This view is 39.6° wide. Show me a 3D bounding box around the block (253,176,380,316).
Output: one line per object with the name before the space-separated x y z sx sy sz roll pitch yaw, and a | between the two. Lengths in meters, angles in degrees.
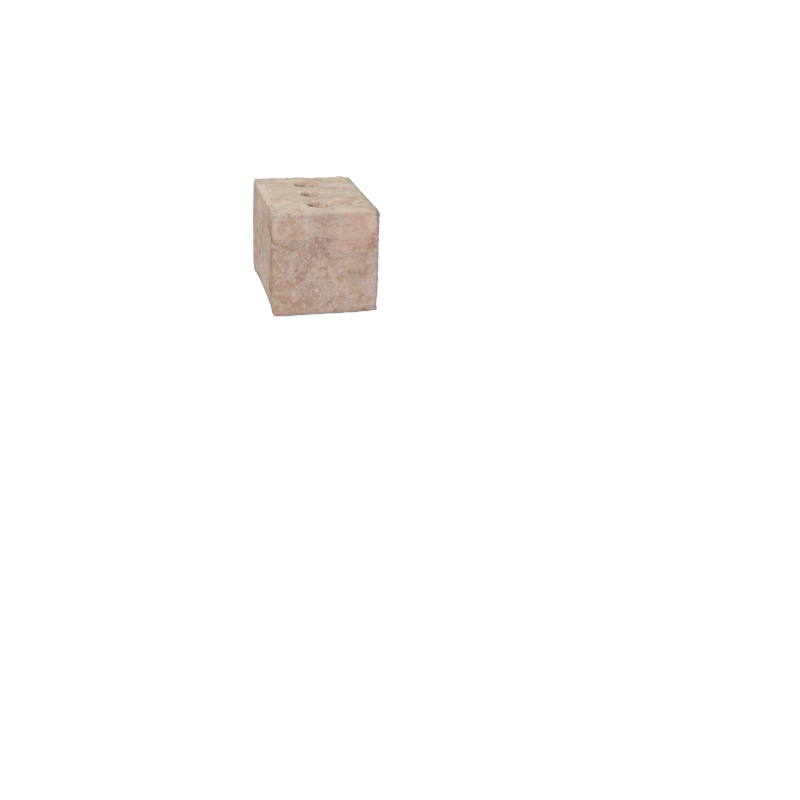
block | -0.044 -0.079 0.557 0.052 0.049 0.082 -4 22 -13
